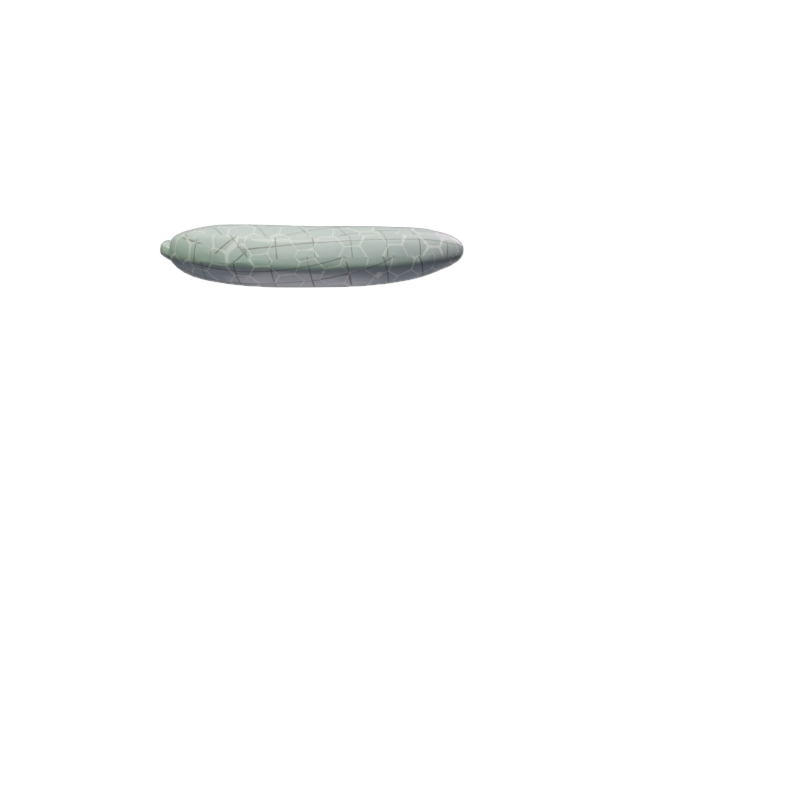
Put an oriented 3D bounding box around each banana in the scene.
[{"bbox_3d":[-0.060,-0.093,0.688,0.199,0.035,0.072,3,23,6],"label":"banana"}]
